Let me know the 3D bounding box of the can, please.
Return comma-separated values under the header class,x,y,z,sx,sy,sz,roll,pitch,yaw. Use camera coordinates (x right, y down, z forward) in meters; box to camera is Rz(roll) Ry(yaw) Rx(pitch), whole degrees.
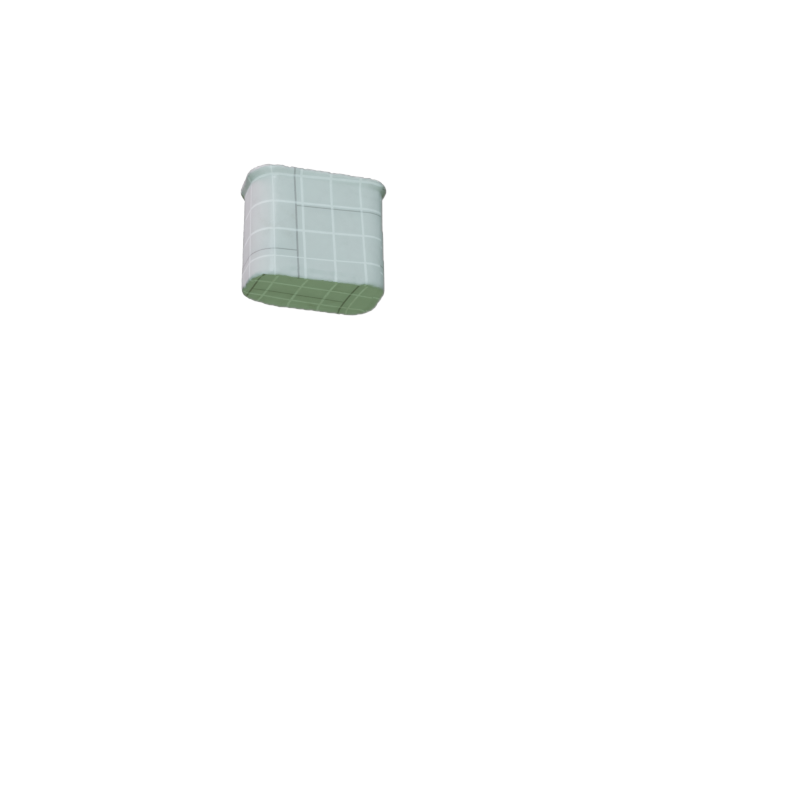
class,x,y,z,sx,sy,sz,roll,pitch,yaw
can,-0.061,-0.111,0.777,0.099,0.089,0.056,6,-26,-15
